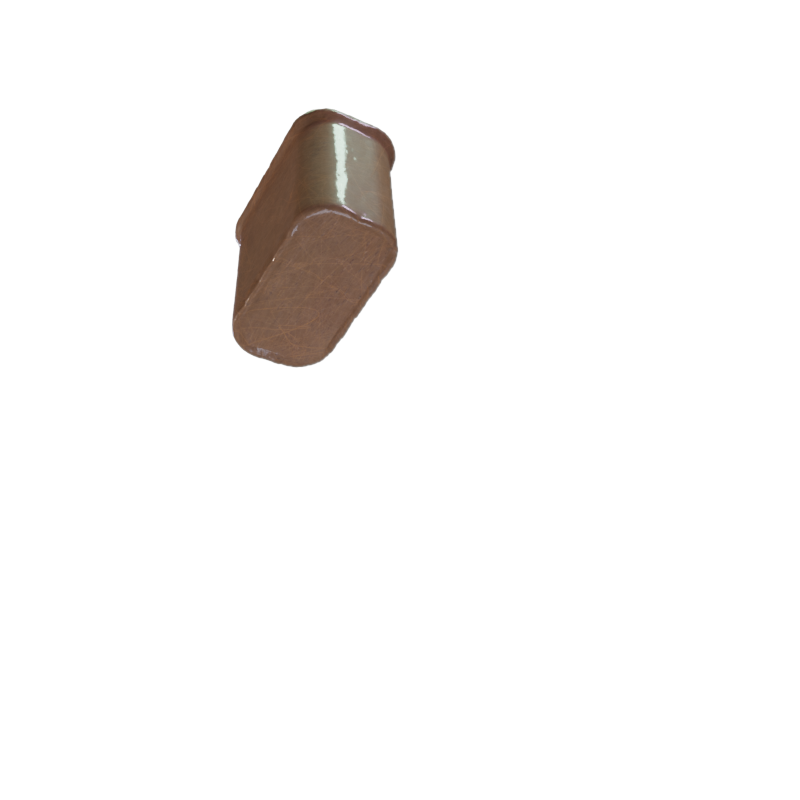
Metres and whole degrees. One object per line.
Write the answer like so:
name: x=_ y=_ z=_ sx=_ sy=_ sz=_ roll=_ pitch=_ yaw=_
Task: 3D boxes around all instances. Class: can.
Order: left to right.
can: x=-0.043 y=-0.078 z=0.547 sx=0.055 sy=0.098 sz=0.090 roll=22 pitch=36 yaw=-21
